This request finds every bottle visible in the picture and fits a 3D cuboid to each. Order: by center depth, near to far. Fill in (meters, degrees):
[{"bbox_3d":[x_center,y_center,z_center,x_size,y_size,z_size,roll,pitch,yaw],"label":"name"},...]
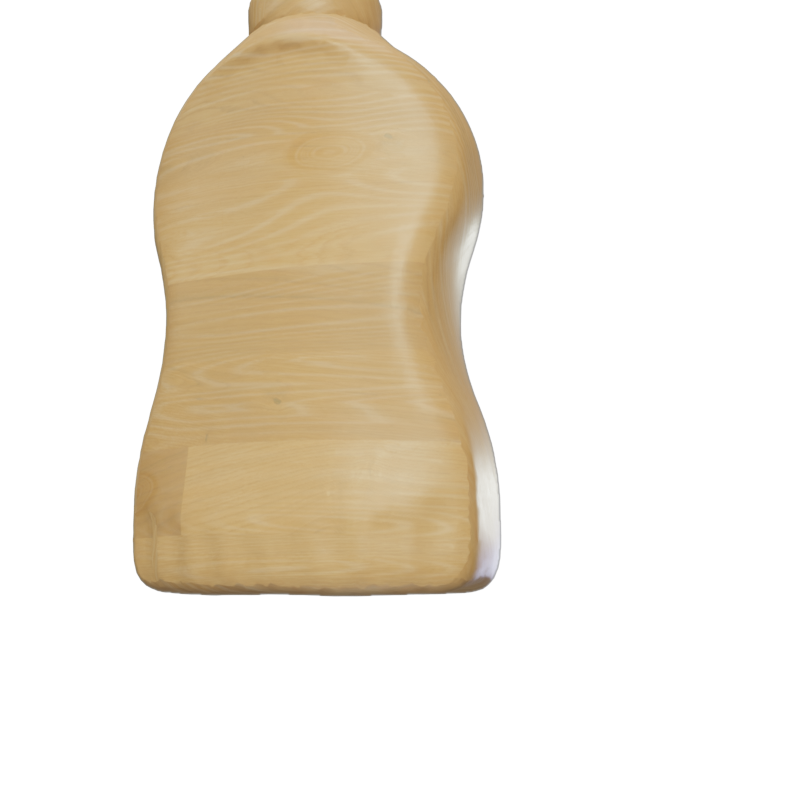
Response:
[{"bbox_3d":[-0.025,-0.045,0.316,0.098,0.199,0.055,-7,-17,22],"label":"bottle"}]
